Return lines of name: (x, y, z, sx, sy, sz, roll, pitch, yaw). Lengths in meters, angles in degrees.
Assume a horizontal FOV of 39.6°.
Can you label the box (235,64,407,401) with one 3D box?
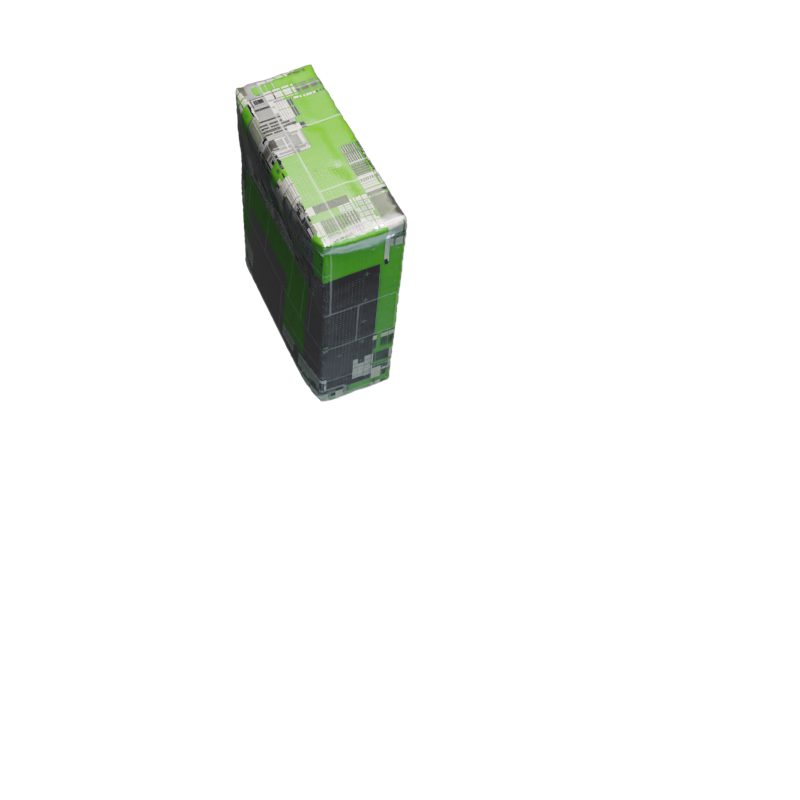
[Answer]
box: (-0.067, -0.122, 0.857, 0.071, 0.176, 0.200, -20, -30, -16)
